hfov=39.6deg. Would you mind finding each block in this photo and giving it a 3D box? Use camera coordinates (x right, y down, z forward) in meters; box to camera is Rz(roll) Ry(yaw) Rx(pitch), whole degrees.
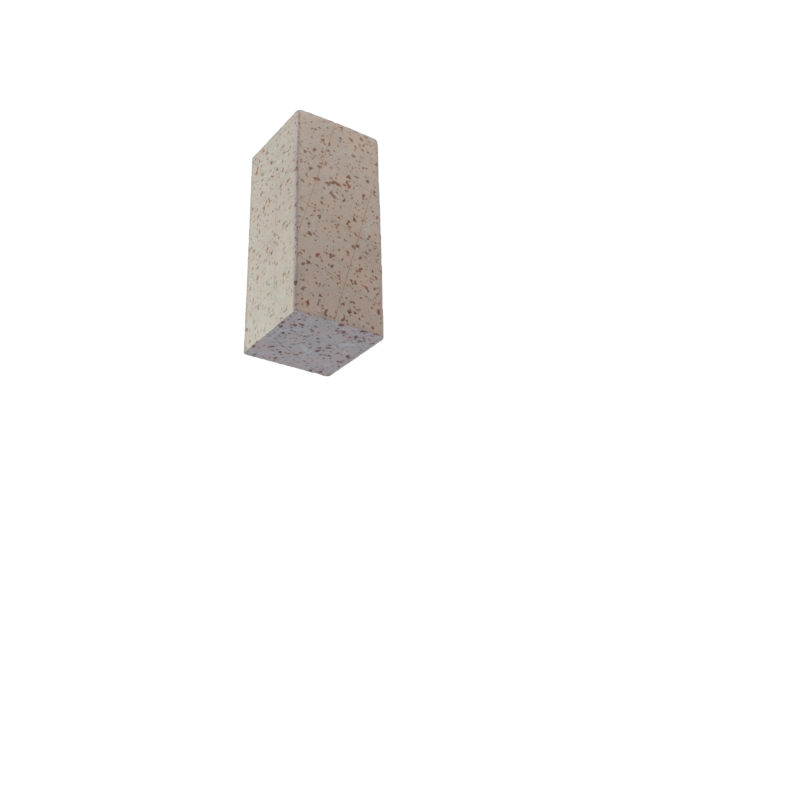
[{"bbox_3d":[-0.076,-0.140,0.982,0.086,0.220,0.089,17,-35,-30],"label":"block"}]
